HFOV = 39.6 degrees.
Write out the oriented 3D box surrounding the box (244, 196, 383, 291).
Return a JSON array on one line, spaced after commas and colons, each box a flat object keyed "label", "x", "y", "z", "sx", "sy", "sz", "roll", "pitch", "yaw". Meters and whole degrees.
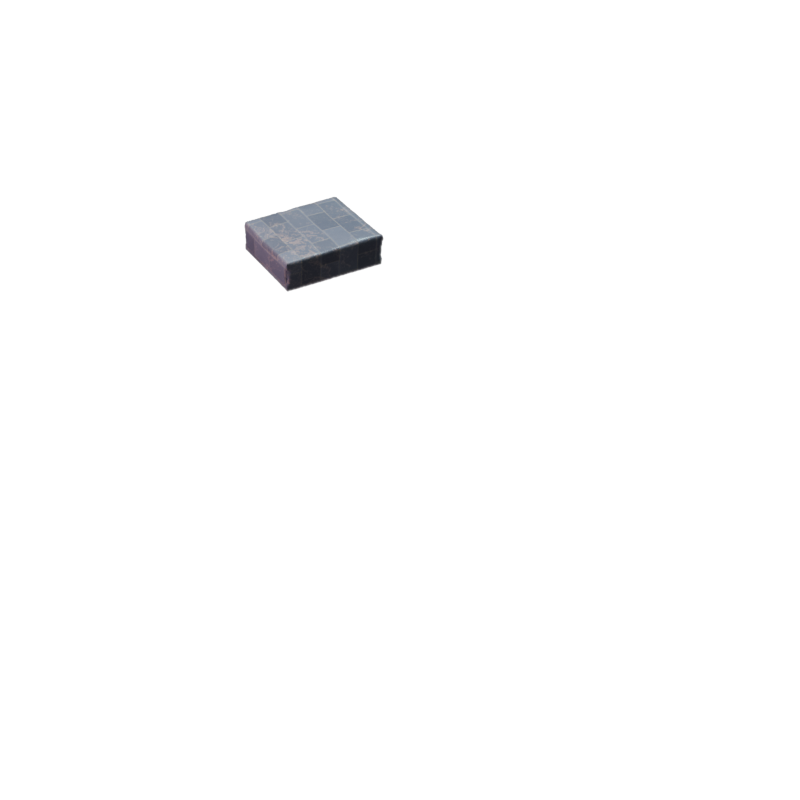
[{"label": "box", "x": -0.069, "y": -0.127, "z": 0.889, "sx": 0.088, "sy": 0.028, "sz": 0.079, "roll": -20, "pitch": 41, "yaw": -25}]
